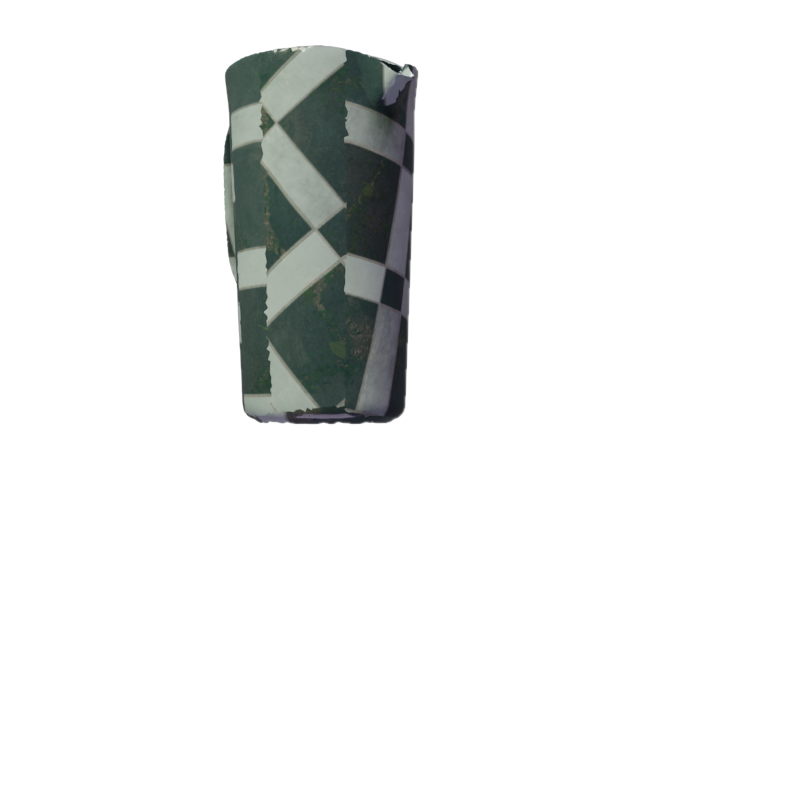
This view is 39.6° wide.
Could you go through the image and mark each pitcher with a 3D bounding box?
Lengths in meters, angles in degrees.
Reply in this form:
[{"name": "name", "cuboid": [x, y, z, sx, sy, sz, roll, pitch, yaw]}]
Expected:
[{"name": "pitcher", "cuboid": [-0.059, -0.108, 0.756, 0.145, 0.247, 0.146, -1, -6, 2]}]
